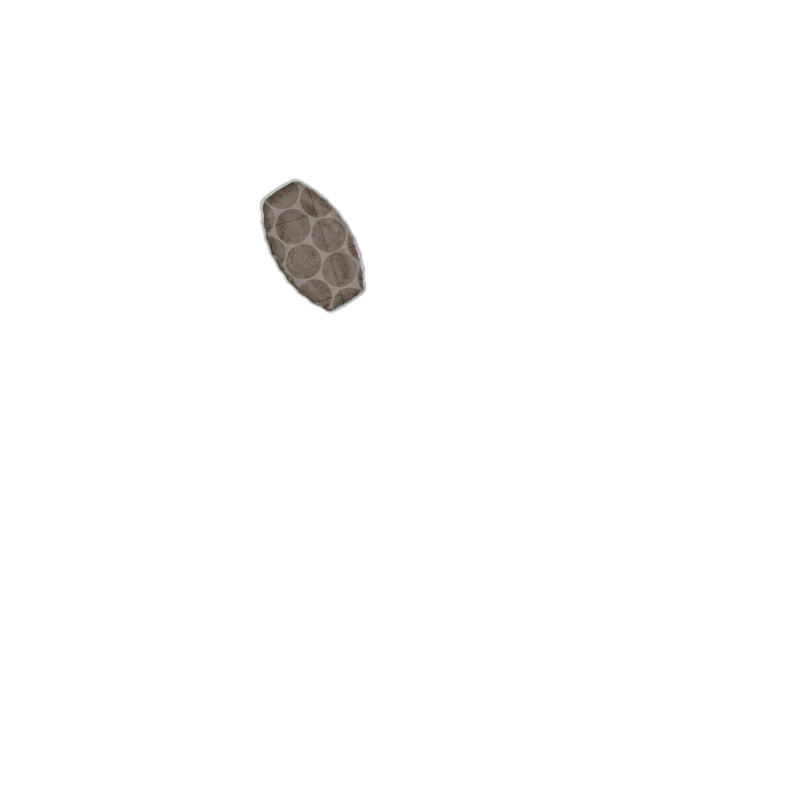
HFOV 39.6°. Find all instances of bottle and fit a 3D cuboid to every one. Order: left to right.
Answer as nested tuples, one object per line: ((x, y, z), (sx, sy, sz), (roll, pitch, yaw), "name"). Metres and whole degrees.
((-0.069, -0.124, 0.872), (0.058, 0.095, 0.195), (-34, 9, 2), "bottle")
